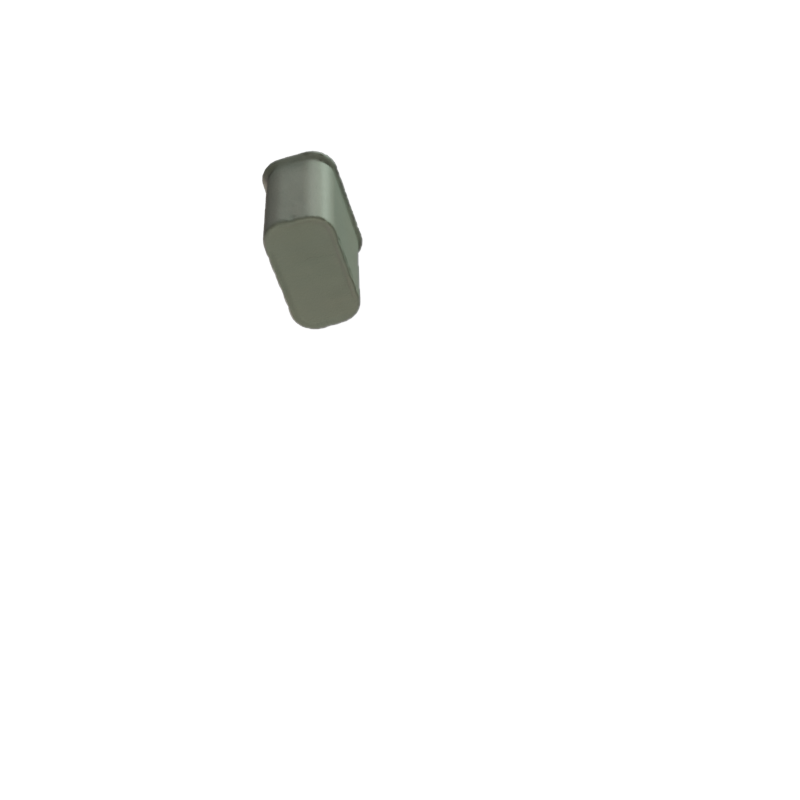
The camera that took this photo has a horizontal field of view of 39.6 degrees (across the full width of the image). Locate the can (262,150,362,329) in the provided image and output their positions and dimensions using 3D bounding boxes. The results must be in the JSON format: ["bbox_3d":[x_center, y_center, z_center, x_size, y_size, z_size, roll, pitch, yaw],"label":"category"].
[{"bbox_3d":[-0.063,-0.115,0.805,0.058,0.094,0.090,-14,38,8],"label":"can"}]
